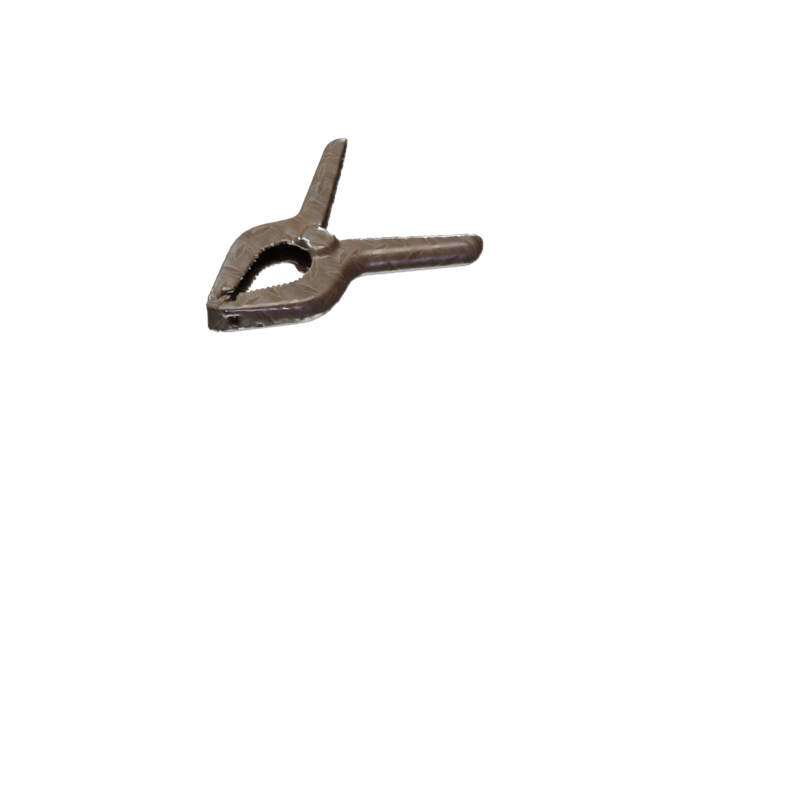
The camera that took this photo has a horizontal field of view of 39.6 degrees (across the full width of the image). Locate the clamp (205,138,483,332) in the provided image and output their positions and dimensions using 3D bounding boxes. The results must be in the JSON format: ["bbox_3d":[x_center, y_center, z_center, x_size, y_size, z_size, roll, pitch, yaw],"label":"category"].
[{"bbox_3d":[-0.066,-0.120,0.841,0.210,0.034,0.177,-29,55,-23],"label":"clamp"}]
